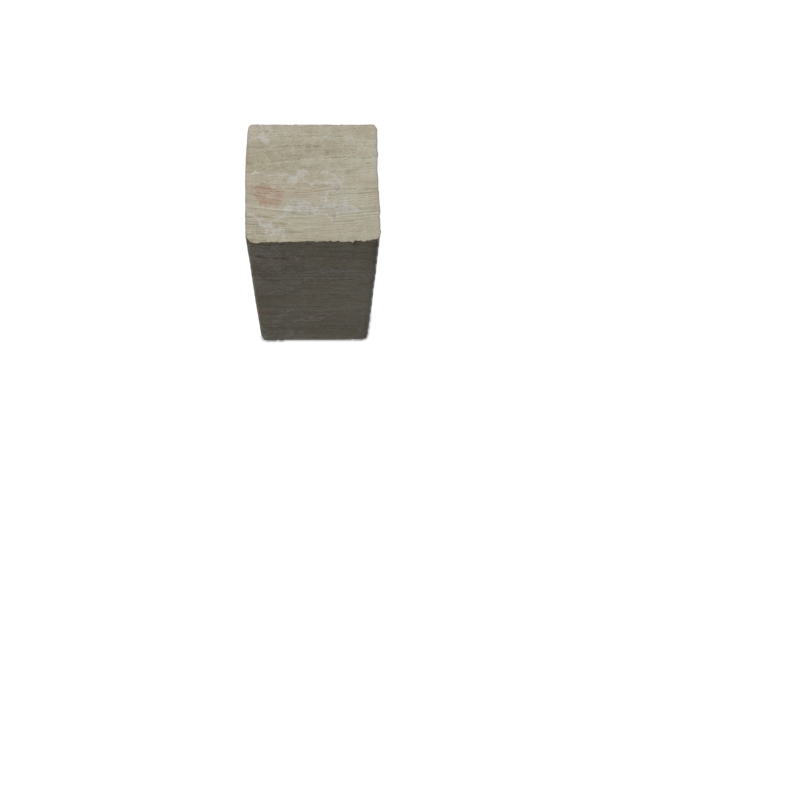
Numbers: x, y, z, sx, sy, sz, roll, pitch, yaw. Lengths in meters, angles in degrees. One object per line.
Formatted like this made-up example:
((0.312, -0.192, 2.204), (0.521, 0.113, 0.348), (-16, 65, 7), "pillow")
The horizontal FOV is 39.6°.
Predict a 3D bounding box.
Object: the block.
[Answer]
((-0.065, -0.118, 0.832), (0.090, 0.095, 0.197), (0, -17, -4), "block")
